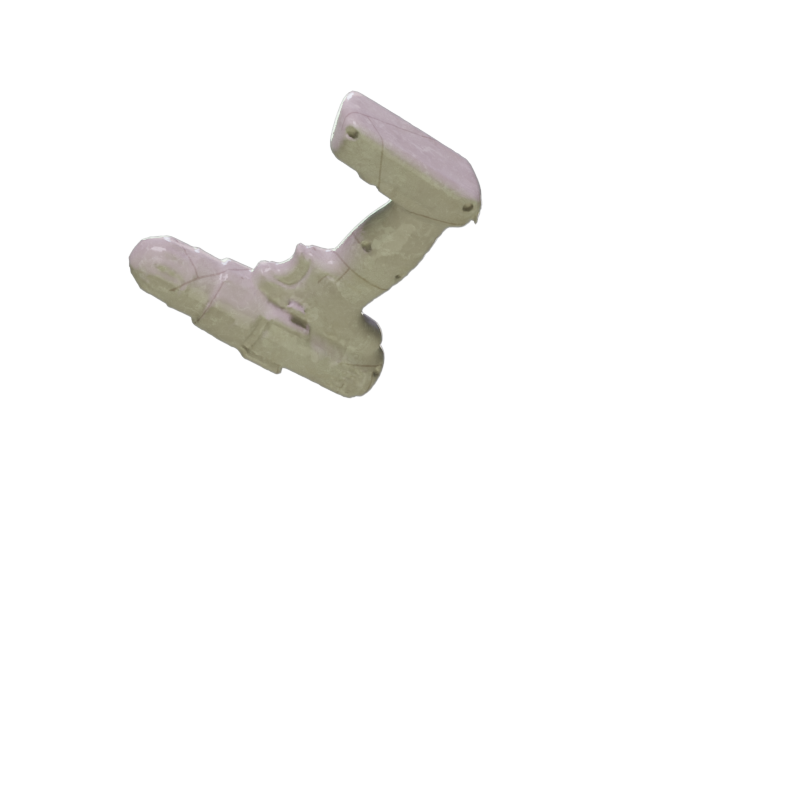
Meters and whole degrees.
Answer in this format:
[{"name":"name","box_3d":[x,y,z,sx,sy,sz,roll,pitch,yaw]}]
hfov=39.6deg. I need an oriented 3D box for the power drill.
[{"name":"power drill","box_3d":[-0.055,-0.100,0.697,0.177,0.183,0.061,28,32,-20]}]
